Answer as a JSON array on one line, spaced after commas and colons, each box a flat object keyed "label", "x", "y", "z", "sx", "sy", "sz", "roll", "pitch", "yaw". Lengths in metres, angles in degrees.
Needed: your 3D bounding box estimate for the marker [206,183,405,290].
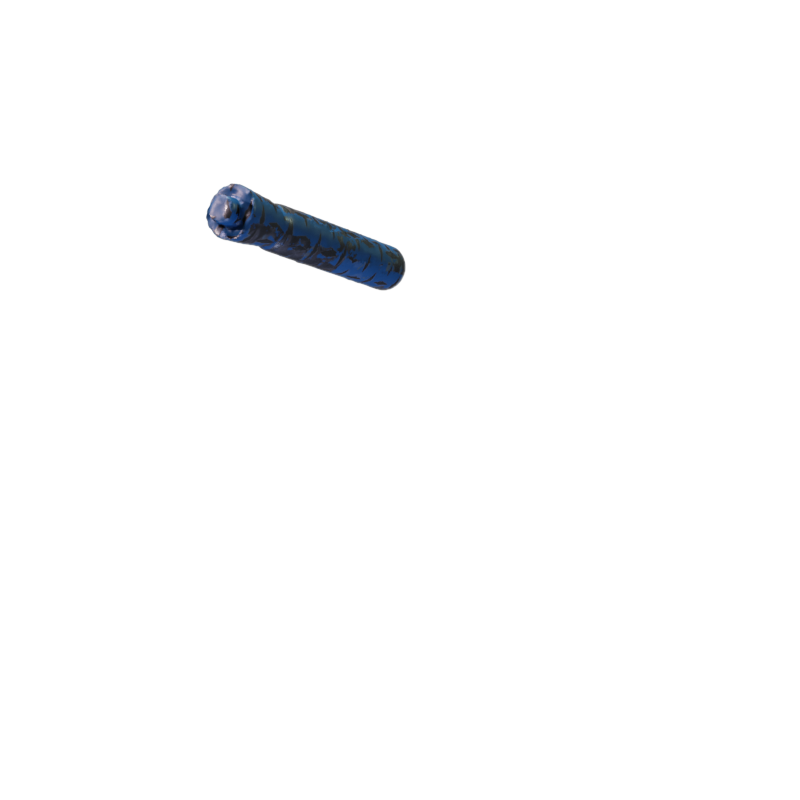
[{"label": "marker", "x": -0.032, "y": -0.058, "z": 0.404, "sx": 0.020, "sy": 0.020, "sz": 0.115, "roll": 2, "pitch": -3, "yaw": 27}]
